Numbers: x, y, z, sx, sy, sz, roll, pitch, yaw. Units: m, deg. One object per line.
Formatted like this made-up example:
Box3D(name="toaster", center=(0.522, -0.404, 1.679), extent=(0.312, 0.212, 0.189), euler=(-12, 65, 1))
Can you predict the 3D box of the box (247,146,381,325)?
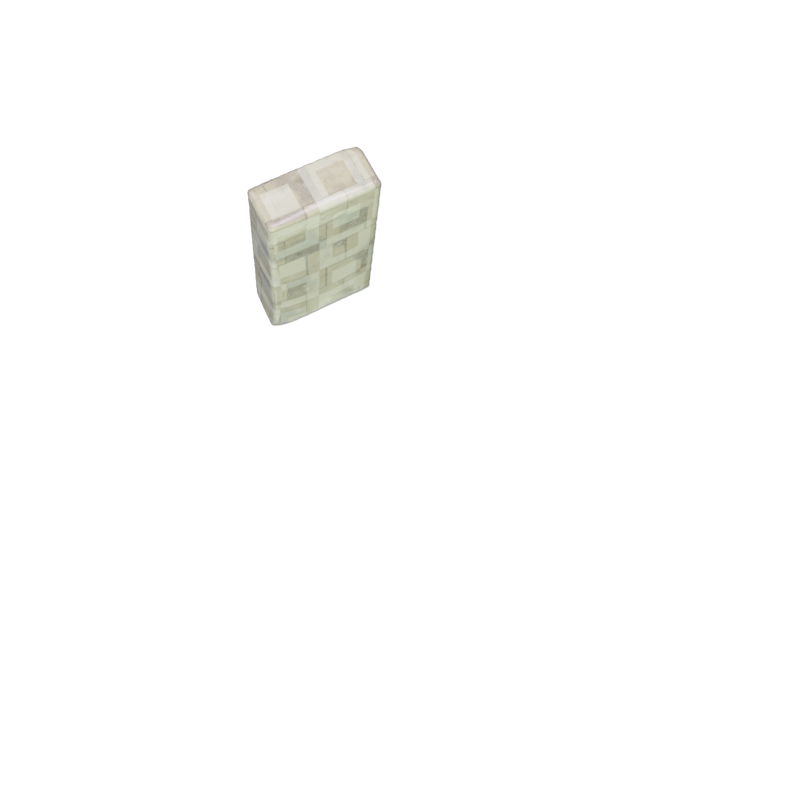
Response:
Box3D(name="box", center=(-0.068, -0.125, 0.871), extent=(0.093, 0.051, 0.167), euler=(-25, -19, -14))
